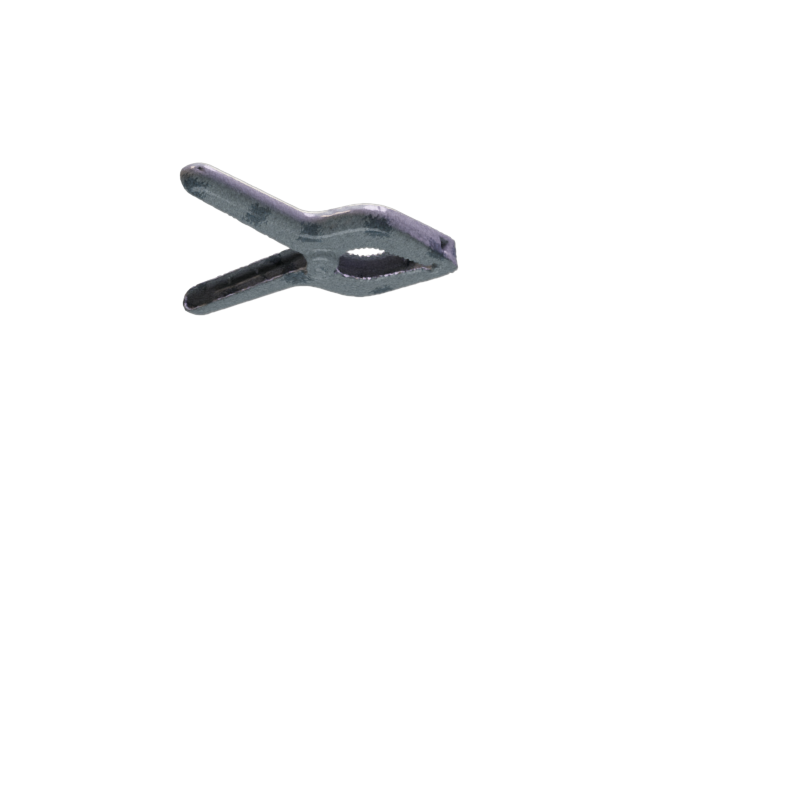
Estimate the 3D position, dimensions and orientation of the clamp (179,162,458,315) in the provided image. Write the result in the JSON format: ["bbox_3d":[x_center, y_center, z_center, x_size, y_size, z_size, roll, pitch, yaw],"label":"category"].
[{"bbox_3d":[-0.063,-0.115,0.805,0.210,0.039,0.154,-1,-31,1],"label":"clamp"}]
